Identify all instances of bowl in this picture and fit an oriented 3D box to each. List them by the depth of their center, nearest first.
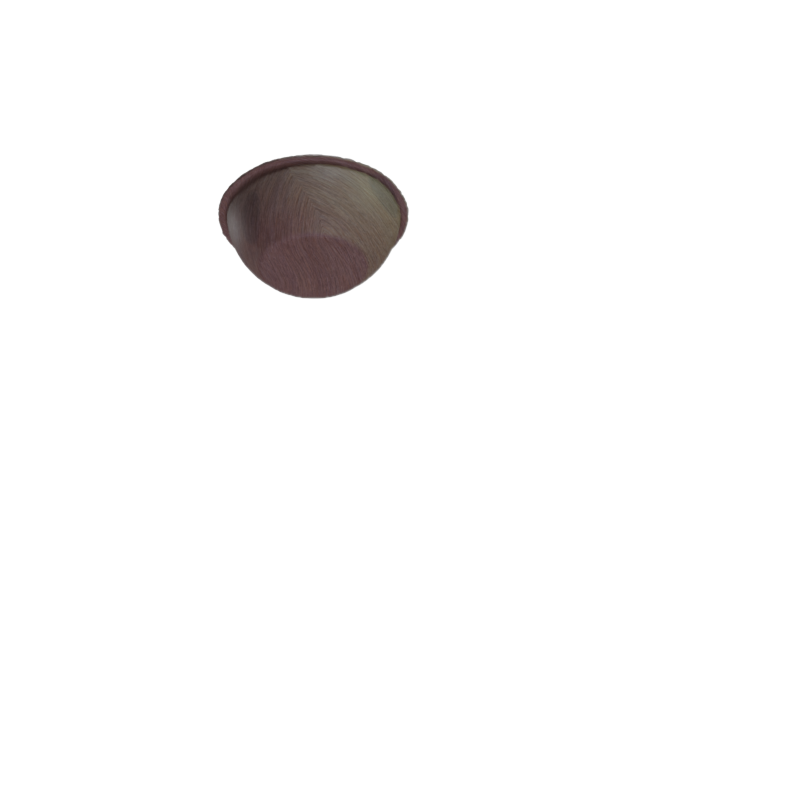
[{"bbox_3d":[-0.073,-0.132,0.927,0.162,0.059,0.152,1,-32,-2],"label":"bowl"}]
